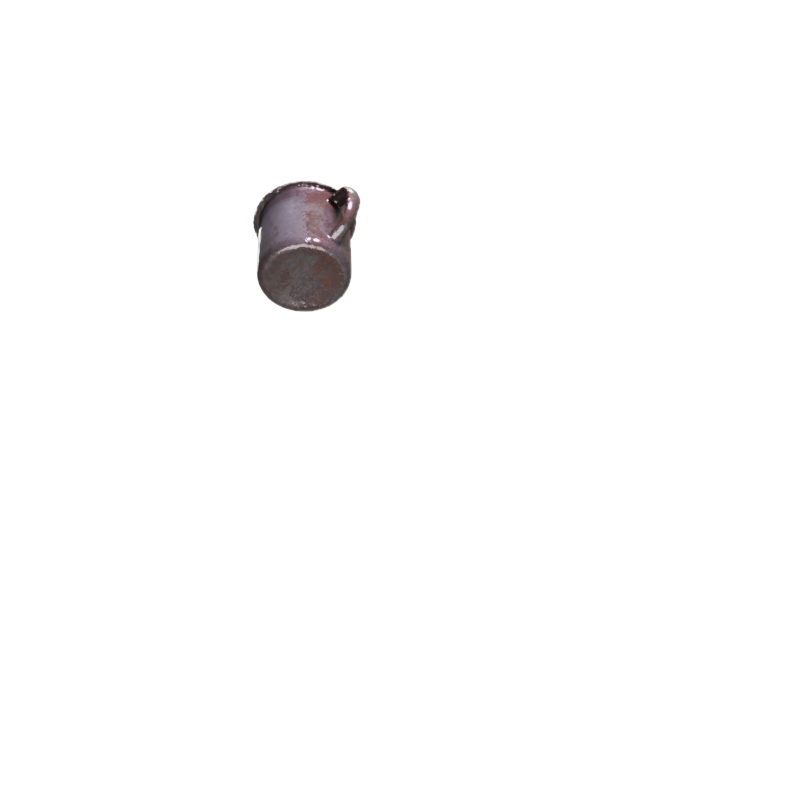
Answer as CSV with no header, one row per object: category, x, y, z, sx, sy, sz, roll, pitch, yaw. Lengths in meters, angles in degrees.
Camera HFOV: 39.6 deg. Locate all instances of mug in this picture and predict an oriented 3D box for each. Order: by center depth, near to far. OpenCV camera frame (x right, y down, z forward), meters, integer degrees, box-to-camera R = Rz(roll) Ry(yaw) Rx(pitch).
mug,-0.076,-0.138,0.969,0.088,0.087,0.115,34,-57,-28
